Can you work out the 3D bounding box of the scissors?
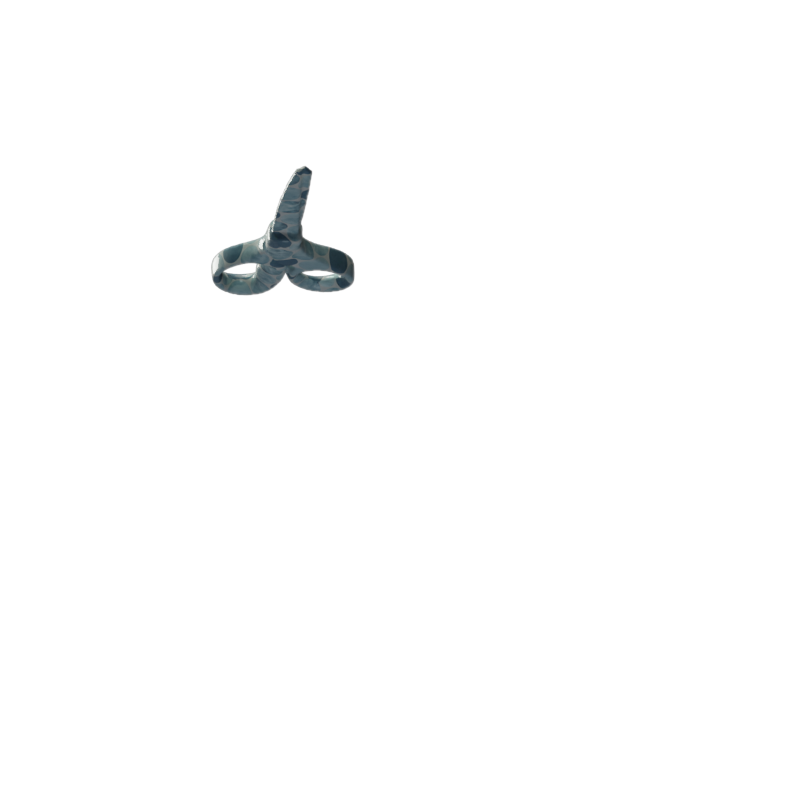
[{"bbox_3d":[-0.049,-0.089,0.622,0.093,0.016,0.202,5,-11,-25],"label":"scissors"}]
